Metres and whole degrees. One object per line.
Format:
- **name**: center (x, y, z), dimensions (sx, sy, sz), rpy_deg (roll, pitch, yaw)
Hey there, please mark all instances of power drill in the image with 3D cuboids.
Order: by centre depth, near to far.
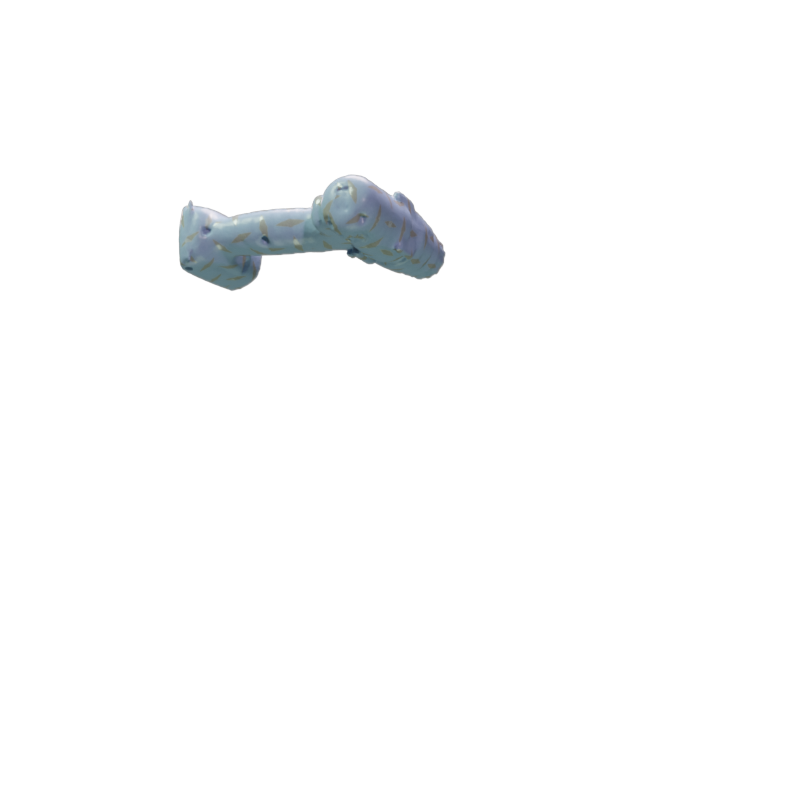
- **power drill**: center (-0.071, -0.129, 0.905), dimensions (0.192, 0.059, 0.174), rpy_deg (-5, -13, 23)
